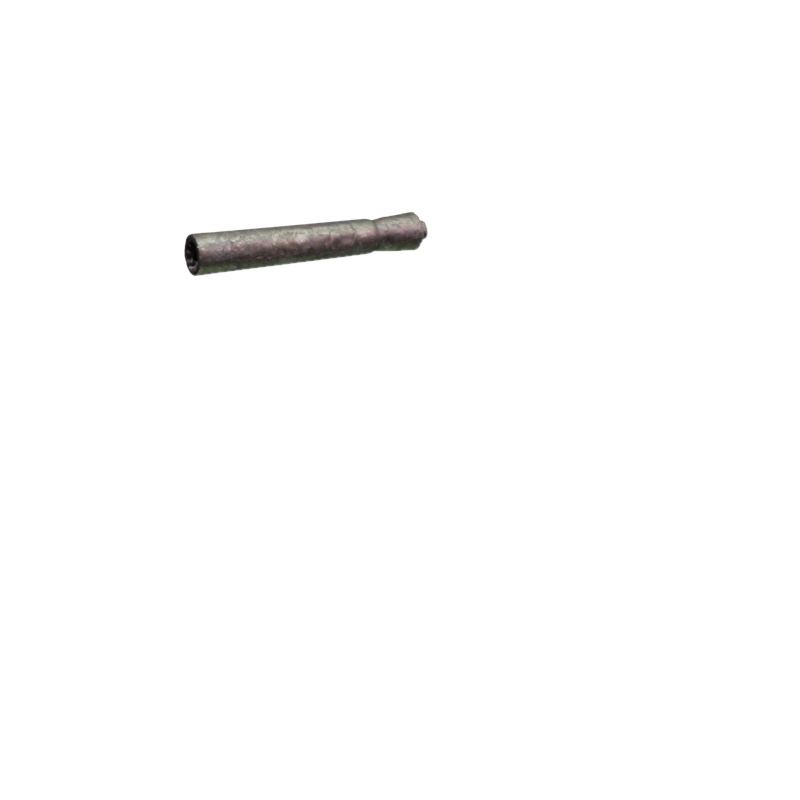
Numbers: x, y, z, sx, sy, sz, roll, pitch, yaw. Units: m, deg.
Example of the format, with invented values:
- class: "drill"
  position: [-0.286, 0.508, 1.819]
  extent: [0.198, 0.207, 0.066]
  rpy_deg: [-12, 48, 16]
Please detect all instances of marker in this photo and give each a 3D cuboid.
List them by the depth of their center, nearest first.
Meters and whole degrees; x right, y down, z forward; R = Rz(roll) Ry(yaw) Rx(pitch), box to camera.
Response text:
- class: "marker"
  position: [-0.040, -0.073, 0.514]
  extent: [0.118, 0.019, 0.020]
  rpy_deg: [-10, 9, -27]
